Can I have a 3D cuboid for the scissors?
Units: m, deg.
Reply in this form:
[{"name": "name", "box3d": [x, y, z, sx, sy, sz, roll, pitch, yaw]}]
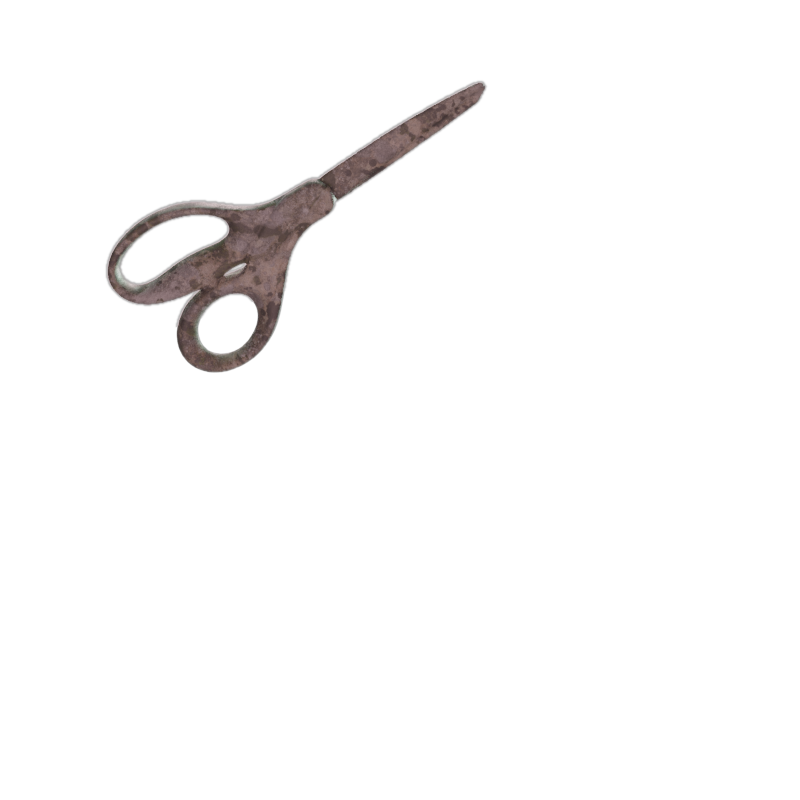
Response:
[{"name": "scissors", "box3d": [-0.042, -0.077, 0.539, 0.202, 0.092, 0.016, -18, 15, 5]}]
